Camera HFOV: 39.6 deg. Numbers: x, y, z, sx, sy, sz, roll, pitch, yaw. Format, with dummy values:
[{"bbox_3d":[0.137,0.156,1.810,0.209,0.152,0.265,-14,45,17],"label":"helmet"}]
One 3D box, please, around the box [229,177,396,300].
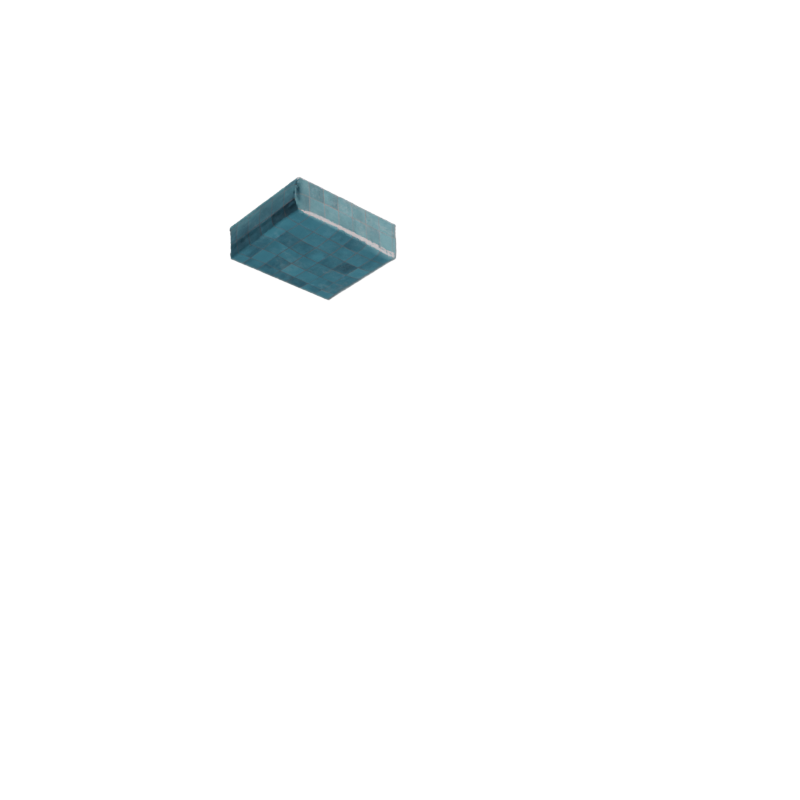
[{"bbox_3d":[-0.072,-0.132,0.925,0.107,0.041,0.090,24,-38,-36],"label":"box"}]
